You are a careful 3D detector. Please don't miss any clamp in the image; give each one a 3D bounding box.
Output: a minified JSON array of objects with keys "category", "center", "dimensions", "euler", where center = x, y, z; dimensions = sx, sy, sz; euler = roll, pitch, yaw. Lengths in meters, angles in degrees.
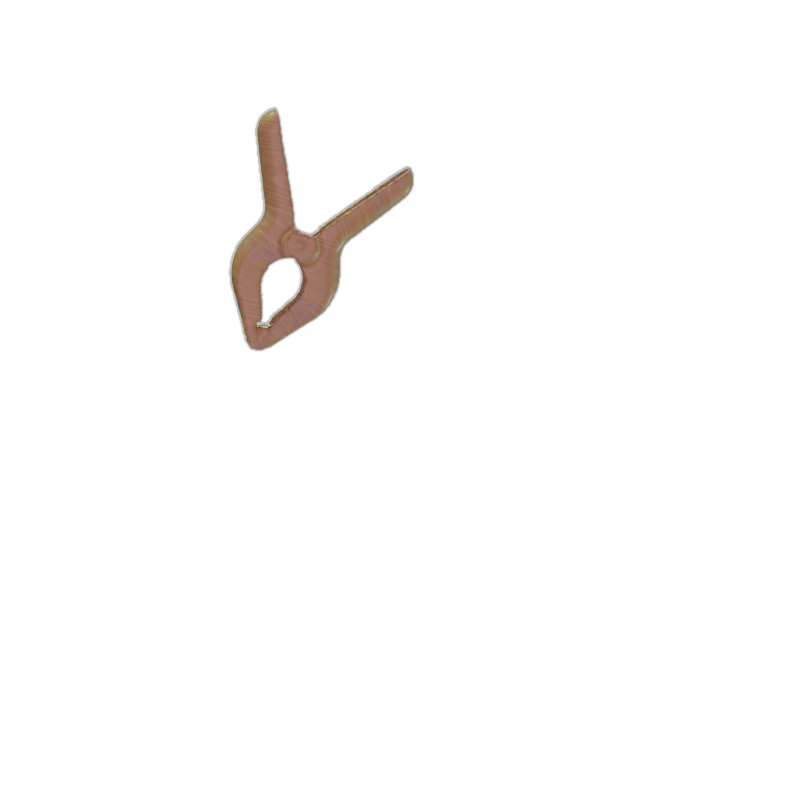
[{"category":"clamp","center":[-0.063,-0.115,0.805],"dimensions":[0.120,0.170,0.040],"euler":[15,4,-2]}]
